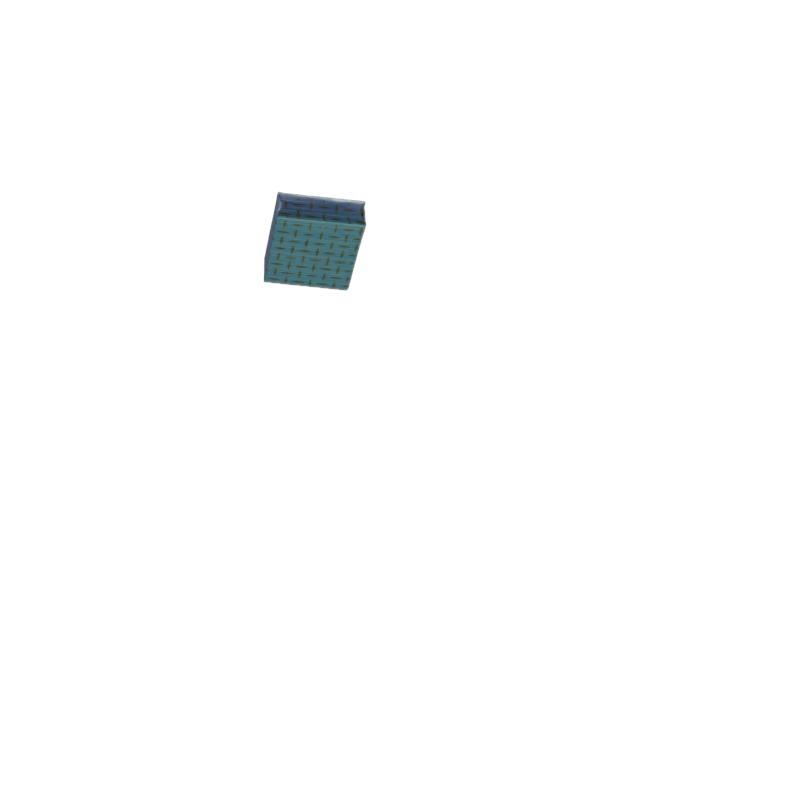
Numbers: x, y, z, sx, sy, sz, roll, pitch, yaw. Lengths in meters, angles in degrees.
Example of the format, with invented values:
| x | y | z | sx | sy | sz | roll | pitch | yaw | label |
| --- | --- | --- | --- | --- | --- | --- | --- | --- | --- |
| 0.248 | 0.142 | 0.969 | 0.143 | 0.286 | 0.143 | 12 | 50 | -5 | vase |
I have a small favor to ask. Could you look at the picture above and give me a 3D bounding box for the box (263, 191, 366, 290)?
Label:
| x | y | z | sx | sy | sz | roll | pitch | yaw | label |
| --- | --- | --- | --- | --- | --- | --- | --- | --- | --- |
| -0.071 | -0.130 | 0.913 | 0.072 | 0.032 | 0.084 | 6 | -37 | -9 | box |
